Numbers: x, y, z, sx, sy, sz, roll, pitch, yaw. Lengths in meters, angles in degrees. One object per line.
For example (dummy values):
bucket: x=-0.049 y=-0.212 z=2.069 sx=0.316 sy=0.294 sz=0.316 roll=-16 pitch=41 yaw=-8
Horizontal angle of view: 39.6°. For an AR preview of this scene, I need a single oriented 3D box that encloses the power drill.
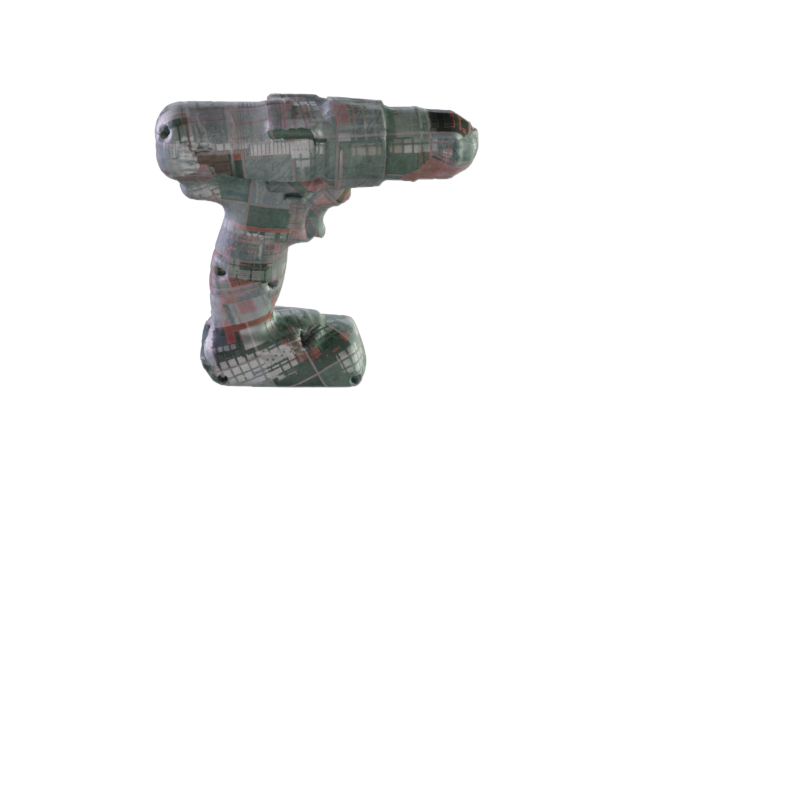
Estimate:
power drill: x=-0.052 y=-0.096 z=0.670 sx=0.184 sy=0.176 sz=0.061 roll=2 pitch=33 yaw=-2
